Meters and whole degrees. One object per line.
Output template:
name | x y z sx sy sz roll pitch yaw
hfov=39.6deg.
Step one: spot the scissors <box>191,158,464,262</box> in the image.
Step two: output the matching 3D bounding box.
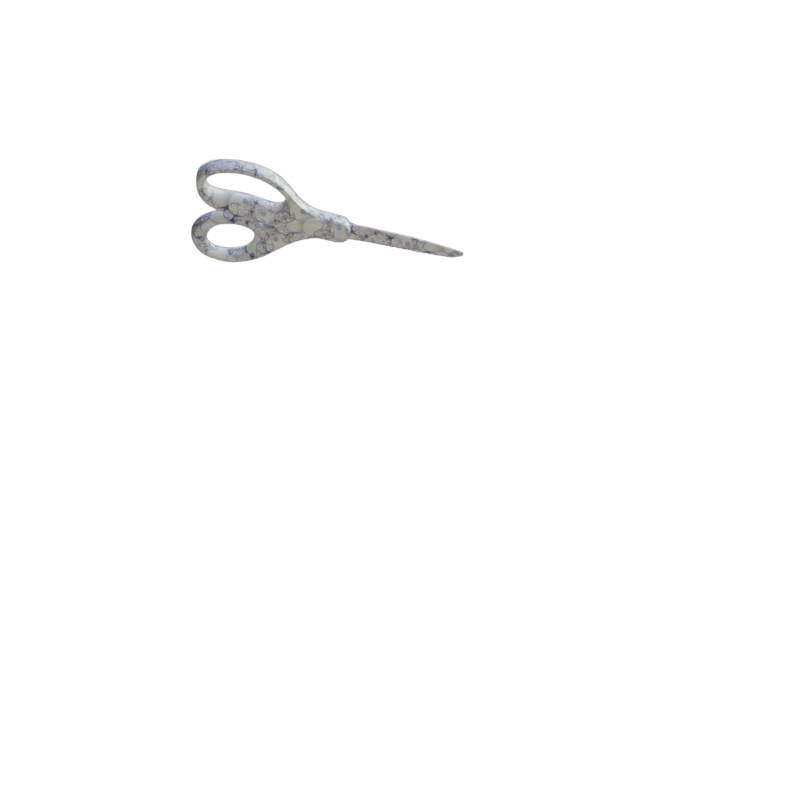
scissors | -0.063 -0.114 0.802 0.193 0.017 0.094 23 -47 -23
